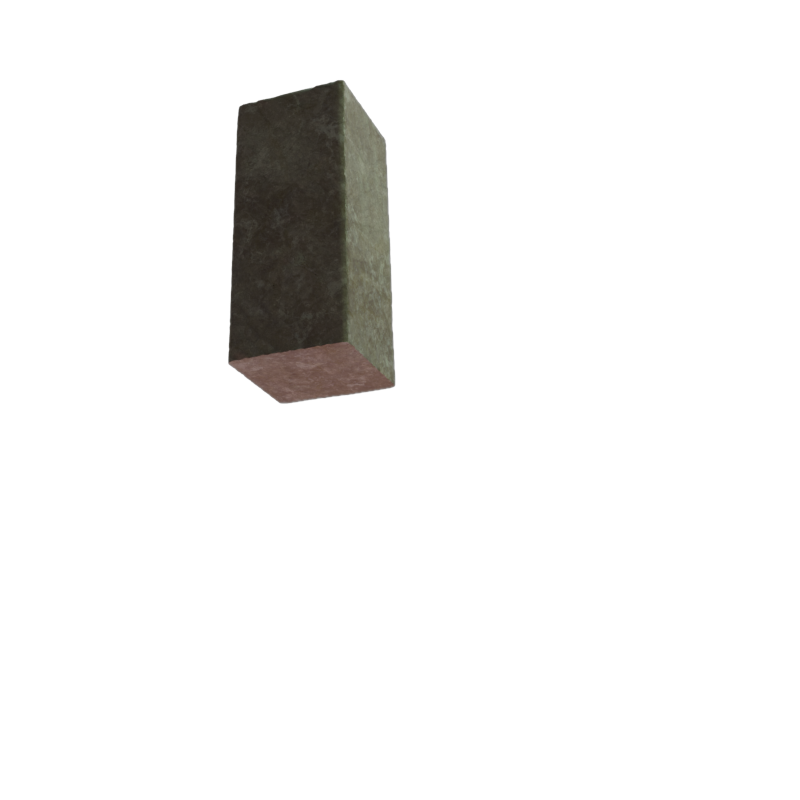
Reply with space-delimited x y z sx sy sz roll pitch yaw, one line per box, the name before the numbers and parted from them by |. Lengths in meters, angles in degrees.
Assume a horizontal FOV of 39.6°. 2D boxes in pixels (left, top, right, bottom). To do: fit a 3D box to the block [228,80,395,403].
block | -0.063 -0.114 0.799 0.091 0.218 0.084 -11 -28 18
